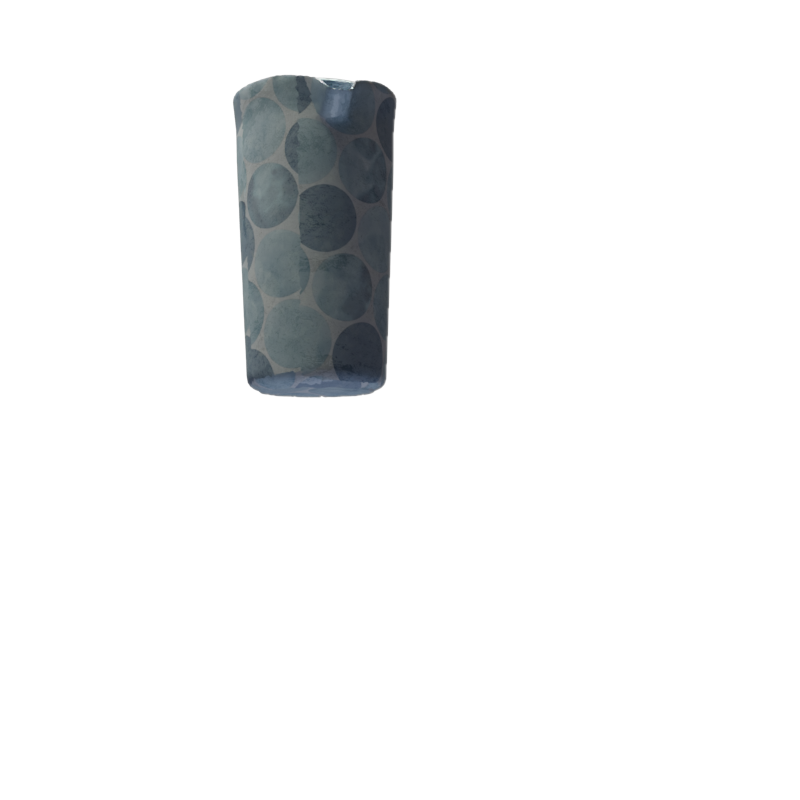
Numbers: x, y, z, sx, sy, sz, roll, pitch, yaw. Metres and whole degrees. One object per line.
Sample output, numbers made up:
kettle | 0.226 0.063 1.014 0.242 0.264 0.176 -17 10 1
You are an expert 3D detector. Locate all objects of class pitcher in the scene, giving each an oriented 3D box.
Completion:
pitcher | -0.070 -0.127 0.889 0.149 0.250 0.141 -6 -12 27
